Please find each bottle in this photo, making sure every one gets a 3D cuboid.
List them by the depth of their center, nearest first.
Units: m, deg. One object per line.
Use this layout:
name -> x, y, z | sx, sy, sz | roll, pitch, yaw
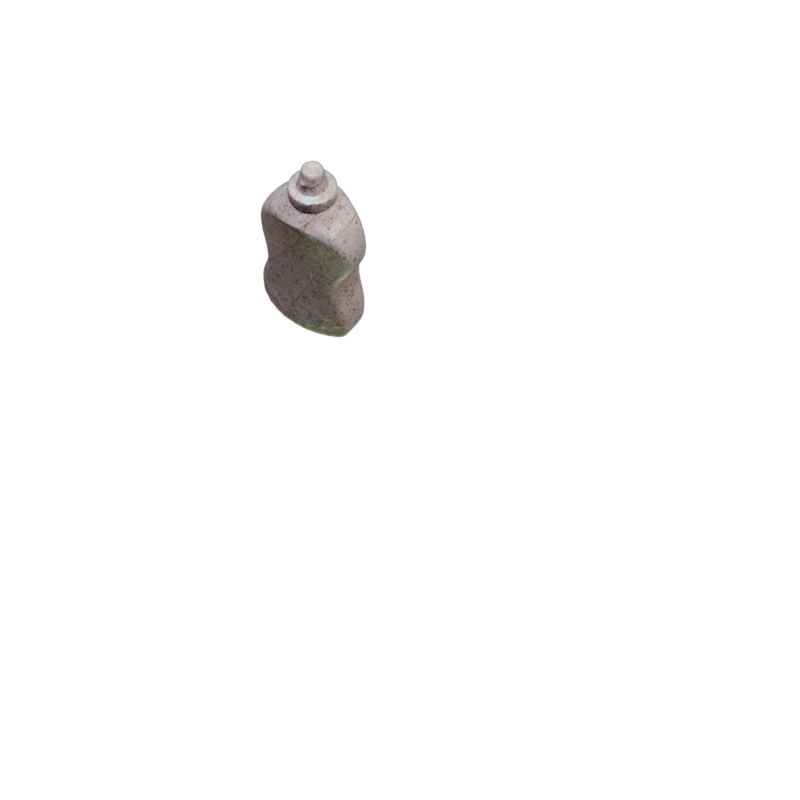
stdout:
bottle -> -0.075, -0.136, 0.953 | 0.101, 0.059, 0.179 | 34, -29, 18
